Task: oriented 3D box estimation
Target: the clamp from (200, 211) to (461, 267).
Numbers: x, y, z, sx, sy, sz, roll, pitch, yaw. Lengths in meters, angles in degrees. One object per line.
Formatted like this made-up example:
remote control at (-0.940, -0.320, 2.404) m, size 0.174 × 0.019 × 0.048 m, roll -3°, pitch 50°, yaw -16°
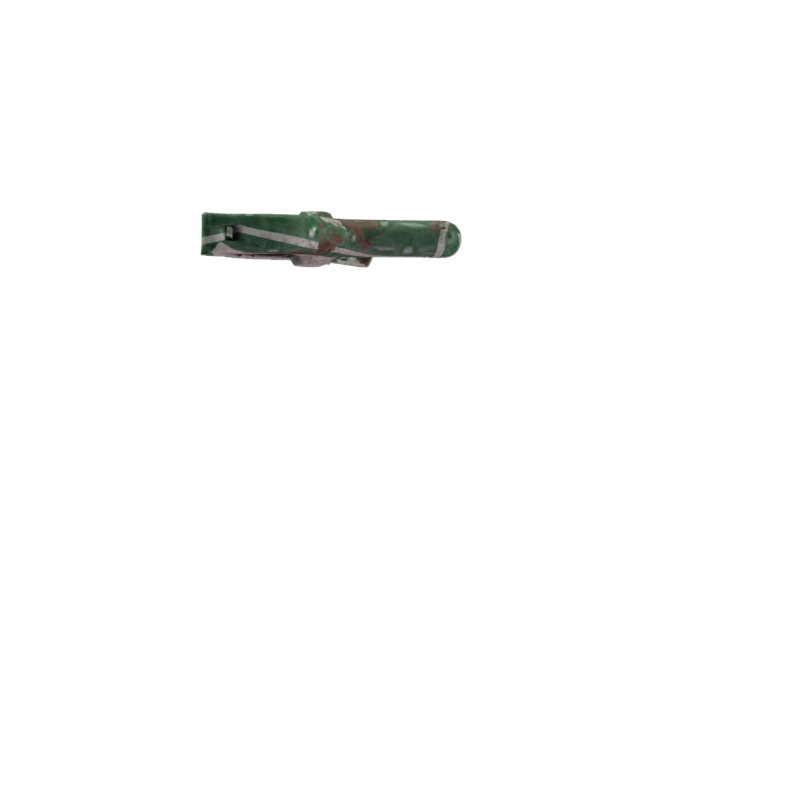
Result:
clamp at (-0.059, -0.108, 0.753) m, size 0.166 × 0.040 × 0.121 m, roll 2°, pitch -5°, yaw -23°
